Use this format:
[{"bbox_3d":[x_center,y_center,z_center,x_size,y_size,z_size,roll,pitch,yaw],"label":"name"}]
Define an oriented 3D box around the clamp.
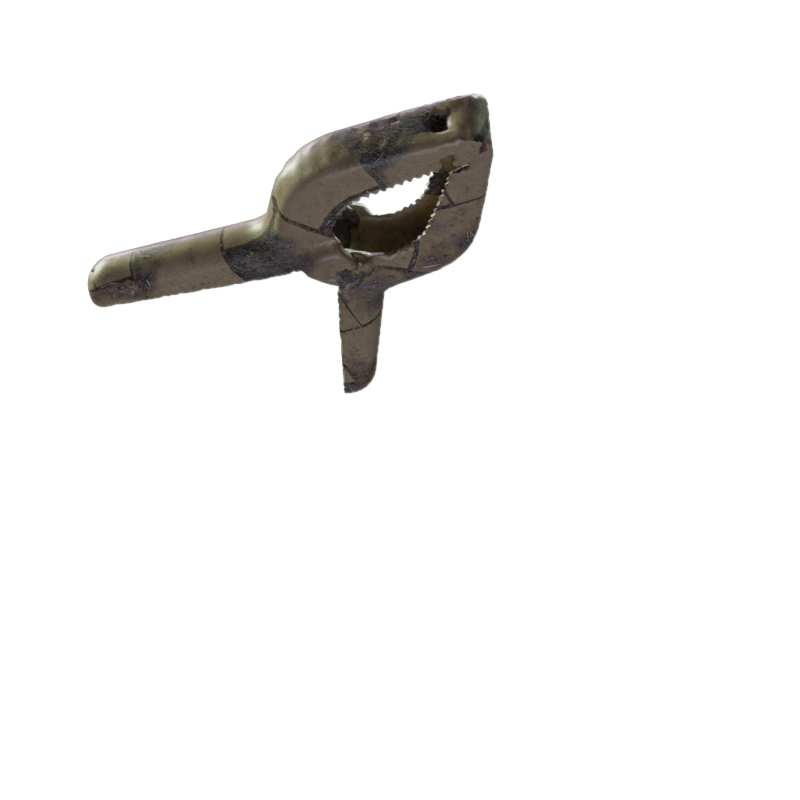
[{"bbox_3d":[-0.040,-0.073,0.508,0.158,0.039,0.205,16,-35,-25],"label":"clamp"}]
